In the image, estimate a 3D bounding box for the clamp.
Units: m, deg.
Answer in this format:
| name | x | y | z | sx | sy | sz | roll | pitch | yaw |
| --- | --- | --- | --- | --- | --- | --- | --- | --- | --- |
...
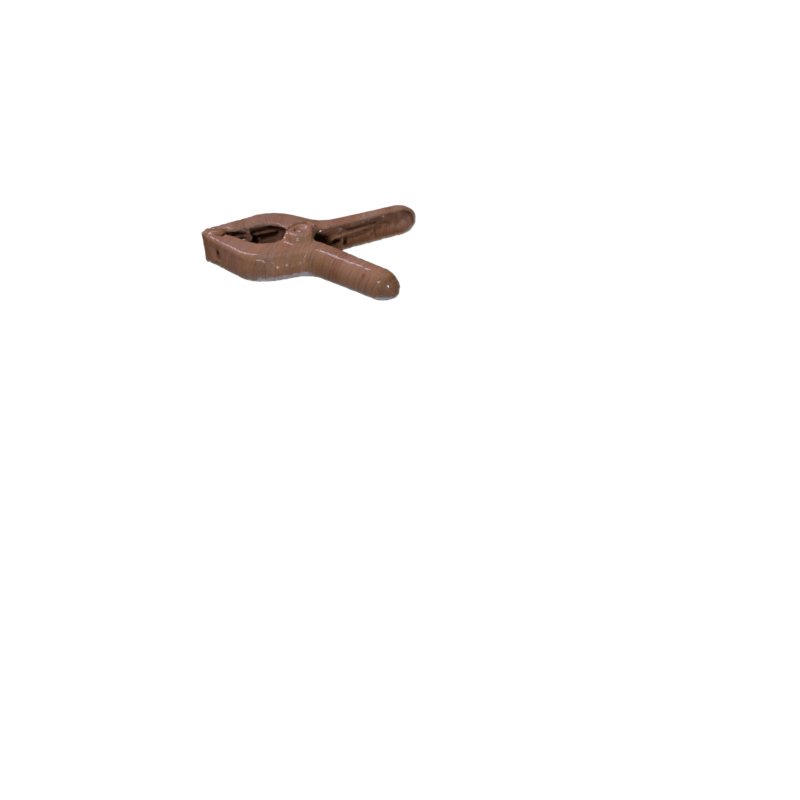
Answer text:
| name | x | y | z | sx | sy | sz | roll | pitch | yaw |
| --- | --- | --- | --- | --- | --- | --- | --- | --- | --- |
| clamp | -0.069 | -0.126 | 0.885 | 0.176 | 0.037 | 0.124 | 10 | 33 | 16 |
